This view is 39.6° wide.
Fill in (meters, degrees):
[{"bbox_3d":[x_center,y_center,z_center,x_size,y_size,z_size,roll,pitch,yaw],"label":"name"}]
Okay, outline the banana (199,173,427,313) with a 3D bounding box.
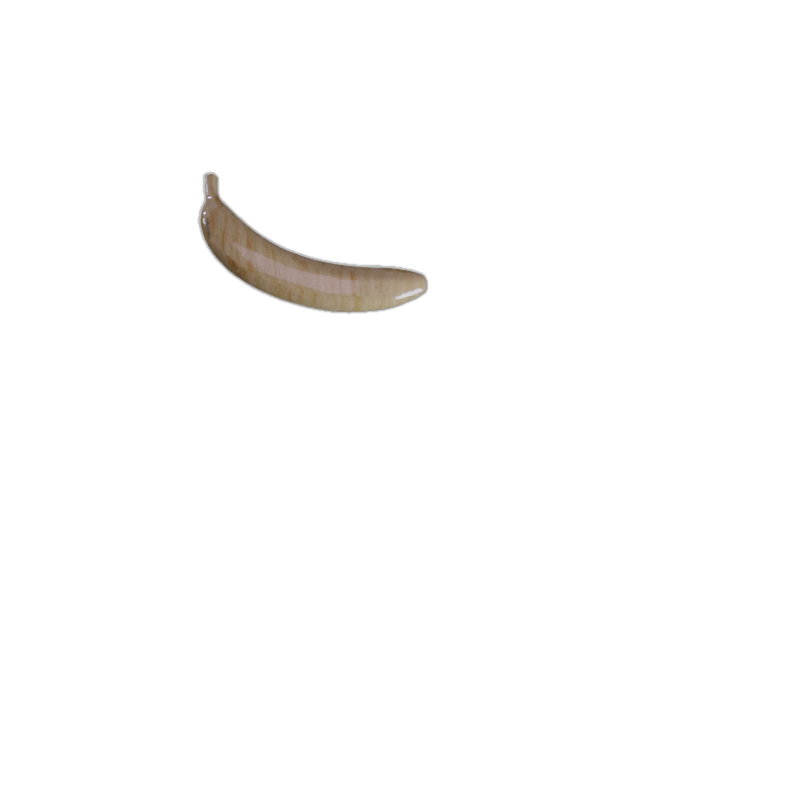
[{"bbox_3d":[-0.079,-0.108,0.856,0.200,0.071,0.036,27,-10,6],"label":"banana"}]
